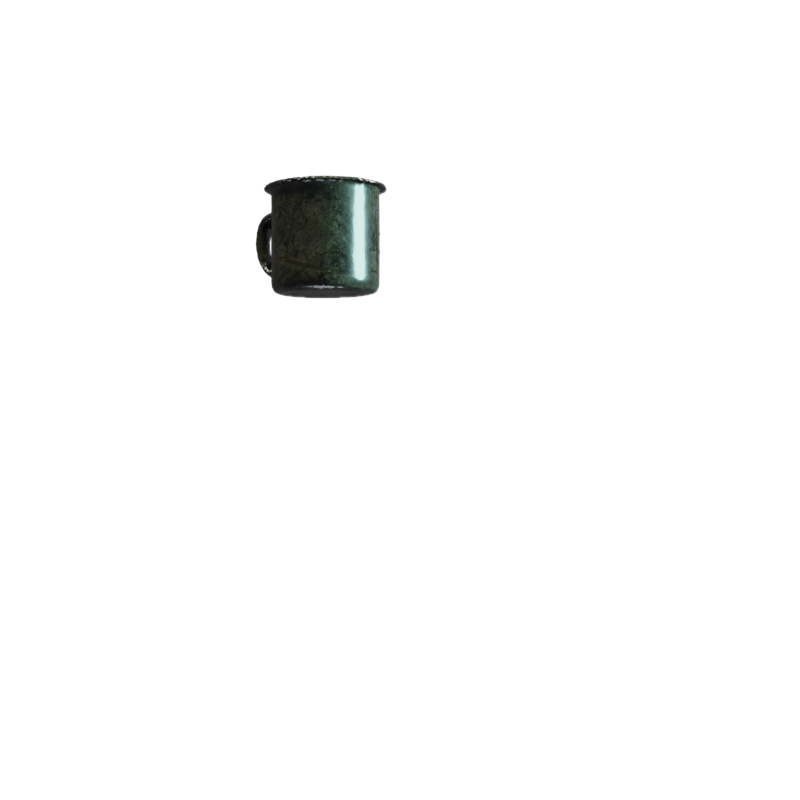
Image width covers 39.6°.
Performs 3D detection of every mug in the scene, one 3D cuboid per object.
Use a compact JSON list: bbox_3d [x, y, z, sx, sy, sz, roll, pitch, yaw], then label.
[{"bbox_3d":[-0.066,-0.121,0.844,0.121,0.083,0.089,-2,-4,38],"label":"mug"}]
